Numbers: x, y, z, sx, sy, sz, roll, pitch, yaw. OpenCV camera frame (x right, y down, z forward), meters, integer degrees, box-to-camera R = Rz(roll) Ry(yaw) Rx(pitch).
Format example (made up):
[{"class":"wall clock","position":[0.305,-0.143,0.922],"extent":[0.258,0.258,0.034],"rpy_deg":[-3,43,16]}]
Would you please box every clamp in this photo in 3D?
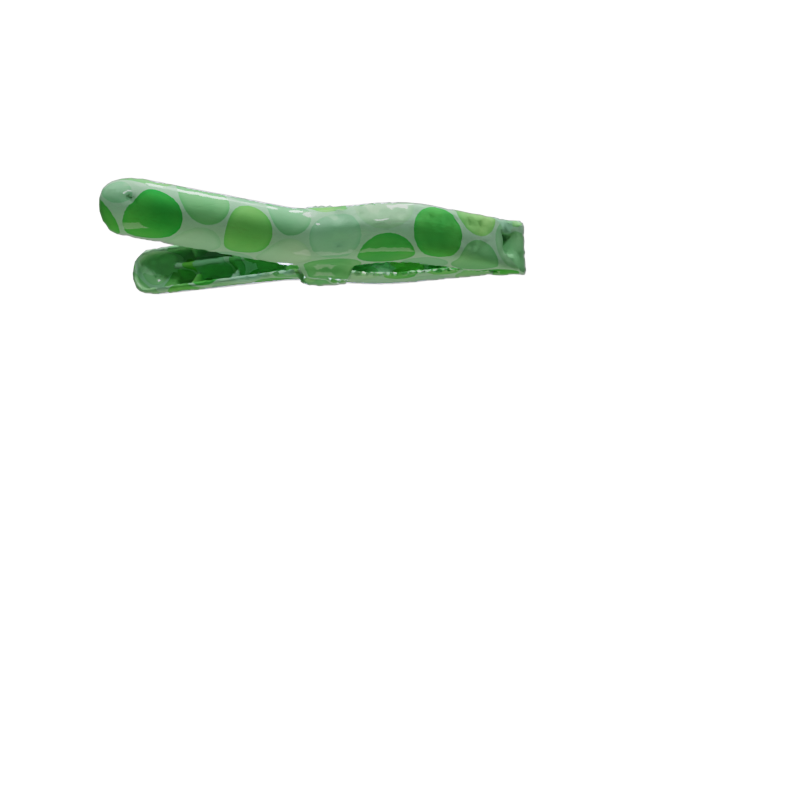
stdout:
[{"class":"clamp","position":[-0.042,-0.077,0.541],"extent":[0.211,0.037,0.161],"rpy_deg":[0,-4,2]}]
